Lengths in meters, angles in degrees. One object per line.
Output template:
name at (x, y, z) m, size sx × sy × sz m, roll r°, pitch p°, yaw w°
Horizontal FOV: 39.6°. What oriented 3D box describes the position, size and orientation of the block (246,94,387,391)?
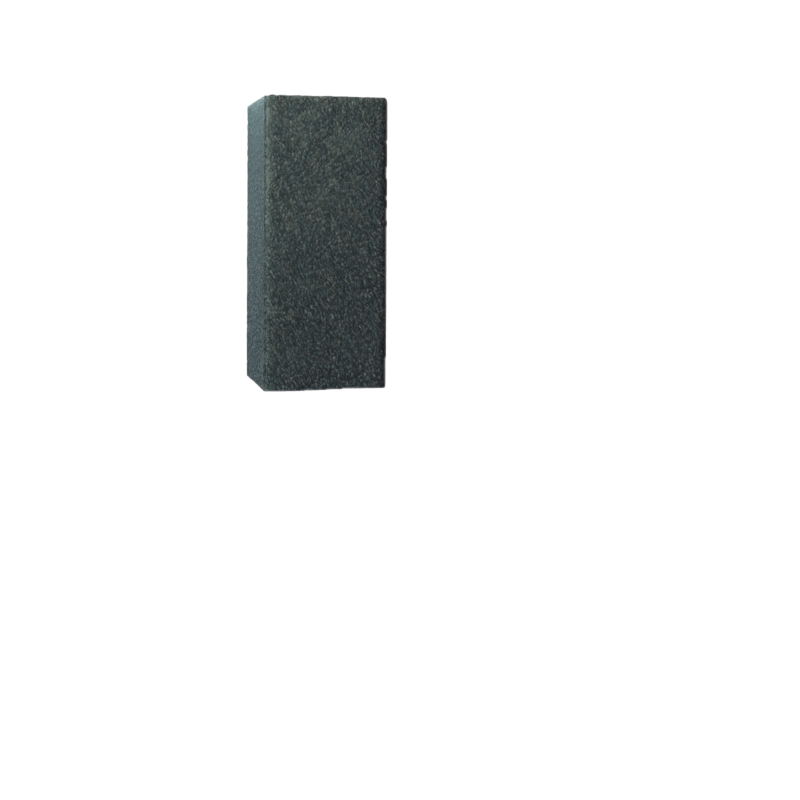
block at (-0.063, -0.116, 0.815) m, size 0.088 × 0.205 × 0.093 m, roll -1°, pitch 2°, yaw -15°
